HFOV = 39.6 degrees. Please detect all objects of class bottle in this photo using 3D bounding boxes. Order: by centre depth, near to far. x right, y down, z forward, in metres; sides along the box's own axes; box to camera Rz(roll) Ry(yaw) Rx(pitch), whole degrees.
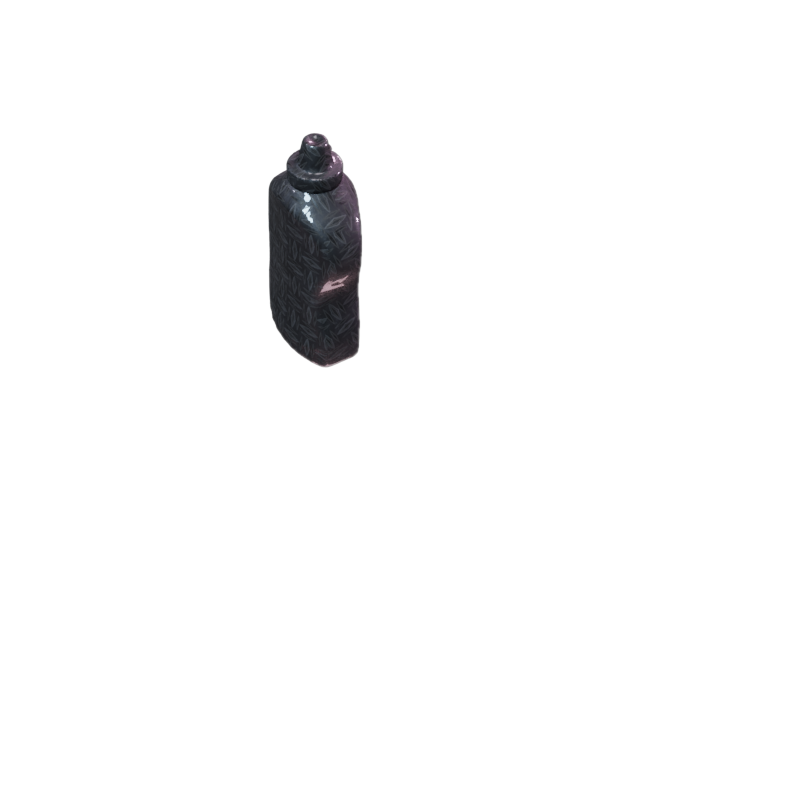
[{"bbox_3d":[-0.065,-0.120,0.841,0.058,0.179,0.104,-20,50,-22],"label":"bottle"}]
